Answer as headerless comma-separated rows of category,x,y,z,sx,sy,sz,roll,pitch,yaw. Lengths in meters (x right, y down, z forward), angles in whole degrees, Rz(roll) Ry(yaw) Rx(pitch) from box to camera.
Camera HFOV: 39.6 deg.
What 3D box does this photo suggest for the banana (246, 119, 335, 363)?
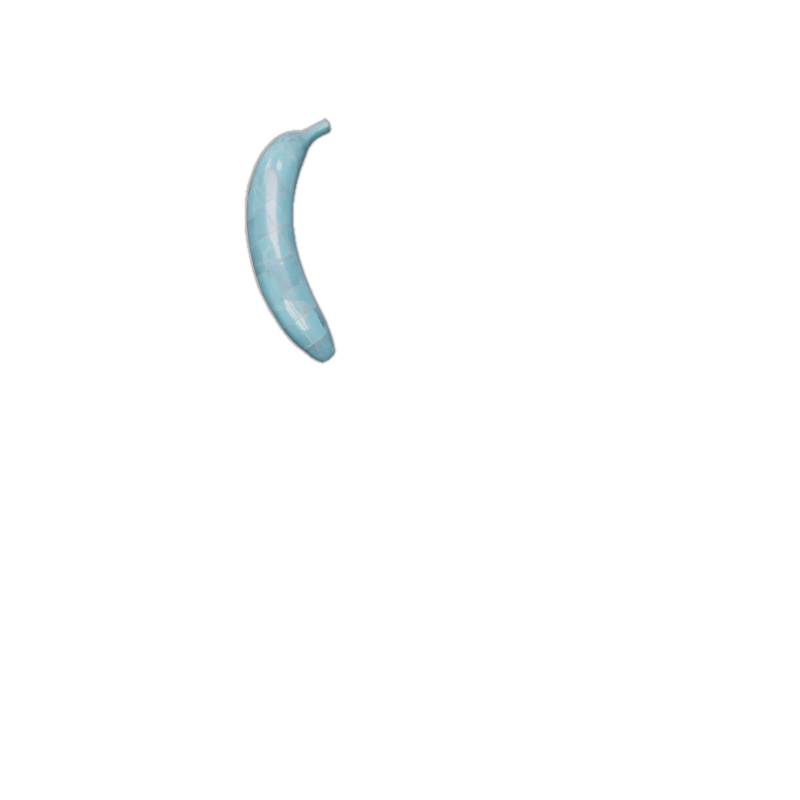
banana,-0.087,-0.129,0.877,0.069,0.202,0.036,-1,-9,-1
